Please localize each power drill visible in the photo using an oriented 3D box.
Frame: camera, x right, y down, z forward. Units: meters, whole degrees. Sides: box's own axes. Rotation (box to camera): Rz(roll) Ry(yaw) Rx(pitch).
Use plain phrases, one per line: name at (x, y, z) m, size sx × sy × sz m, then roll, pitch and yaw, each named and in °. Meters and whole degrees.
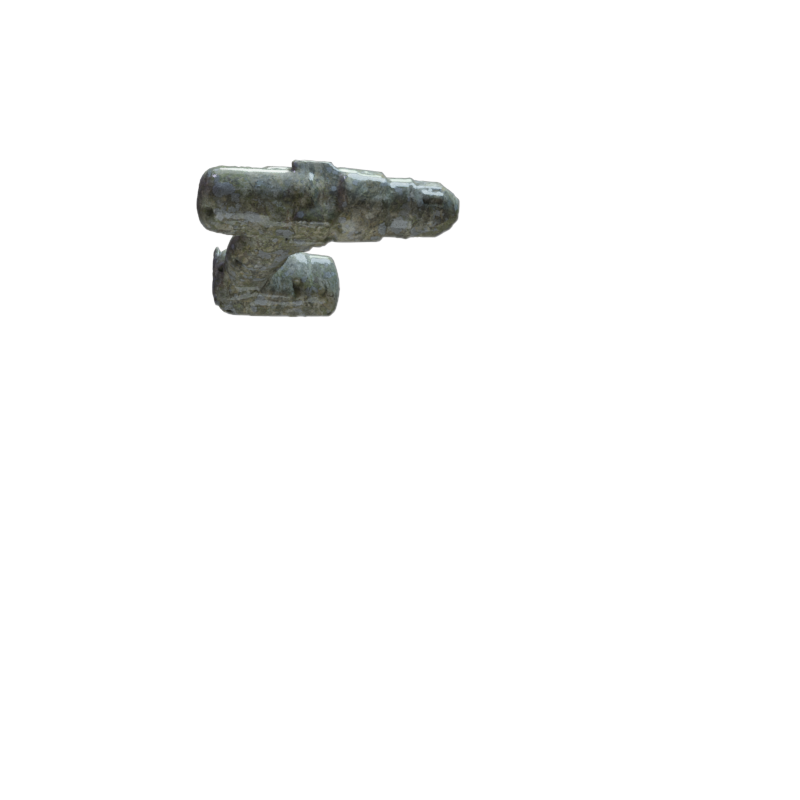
power drill at (-0.065, -0.119, 0.832) m, size 0.182 × 0.060 × 0.181 m, roll 4°, pitch -19°, yaw -11°
